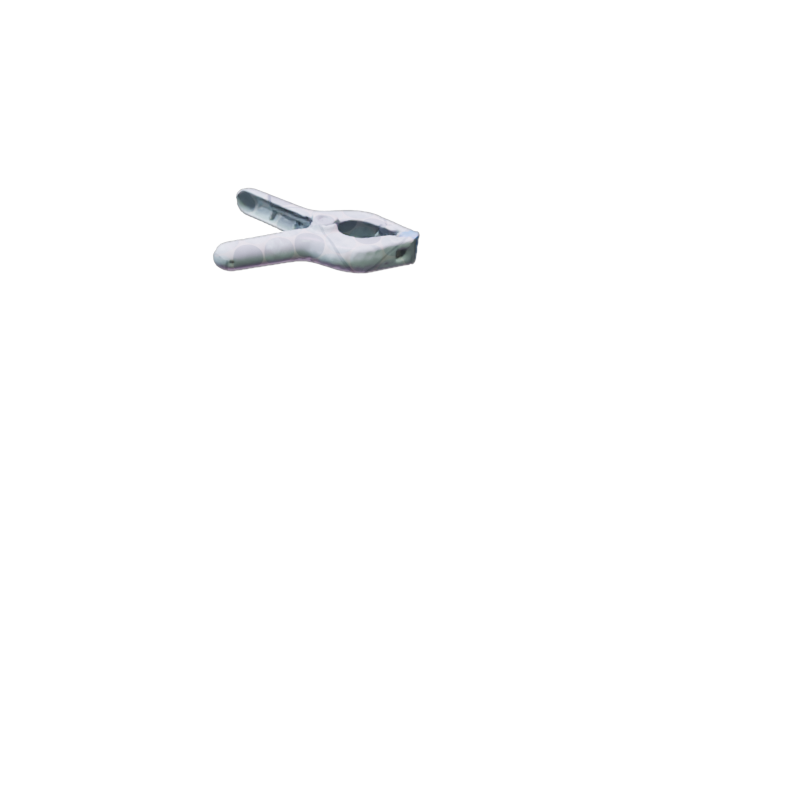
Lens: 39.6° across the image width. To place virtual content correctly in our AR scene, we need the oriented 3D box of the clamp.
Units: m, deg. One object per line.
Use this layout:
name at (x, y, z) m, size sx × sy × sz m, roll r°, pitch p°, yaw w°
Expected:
clamp at (-0.073, -0.133, 0.935) m, size 0.175 × 0.037 × 0.126 m, roll 9°, pitch 41°, yaw 11°
